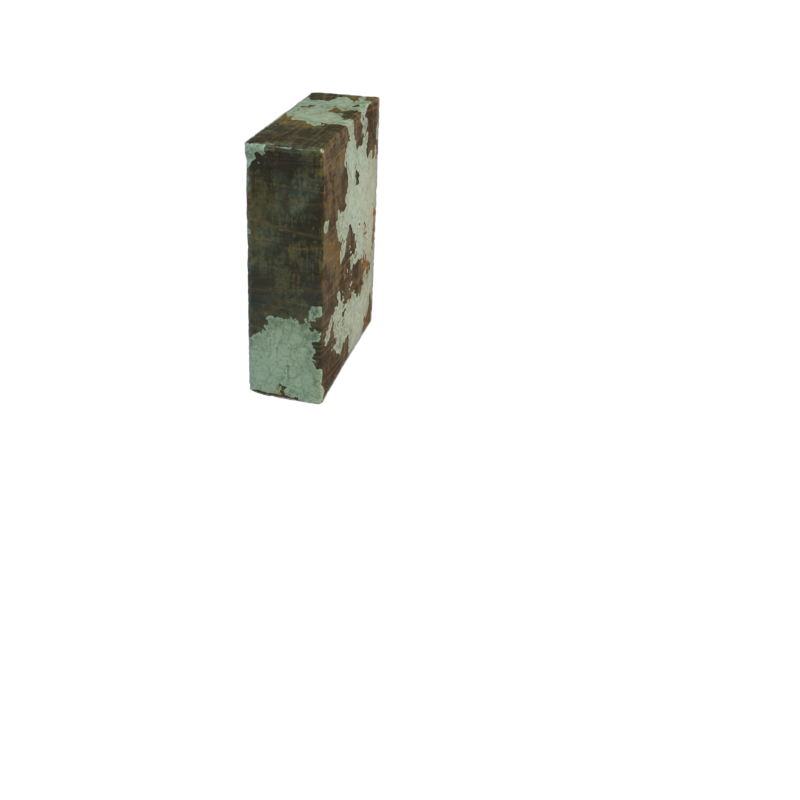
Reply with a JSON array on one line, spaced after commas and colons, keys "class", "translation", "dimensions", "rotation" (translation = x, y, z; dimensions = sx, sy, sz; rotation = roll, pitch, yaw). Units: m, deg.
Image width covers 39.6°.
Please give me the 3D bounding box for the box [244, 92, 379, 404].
[{"class": "box", "translation": [-0.072, -0.131, 0.916], "dimensions": [0.073, 0.203, 0.169], "rotation": [7, 25, 12]}]
